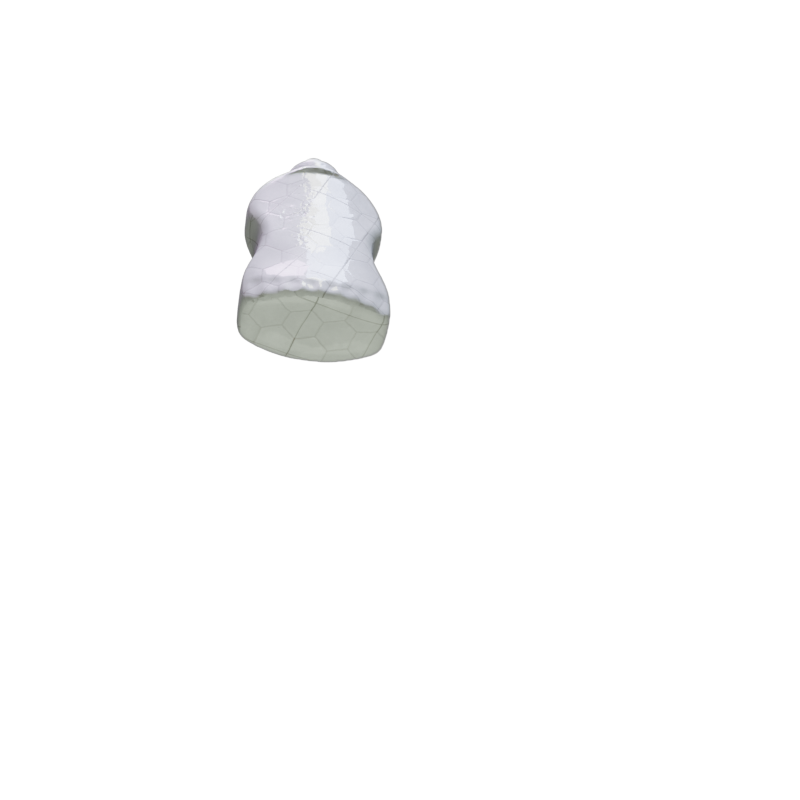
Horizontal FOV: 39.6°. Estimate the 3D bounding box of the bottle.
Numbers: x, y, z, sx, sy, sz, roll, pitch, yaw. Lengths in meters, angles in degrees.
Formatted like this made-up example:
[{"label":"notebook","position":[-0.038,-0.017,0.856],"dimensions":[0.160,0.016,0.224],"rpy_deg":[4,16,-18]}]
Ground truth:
[{"label":"bottle","position":[-0.060,-0.110,0.767],"dimensions":[0.095,0.055,0.206],"rpy_deg":[4,40,-7]}]
